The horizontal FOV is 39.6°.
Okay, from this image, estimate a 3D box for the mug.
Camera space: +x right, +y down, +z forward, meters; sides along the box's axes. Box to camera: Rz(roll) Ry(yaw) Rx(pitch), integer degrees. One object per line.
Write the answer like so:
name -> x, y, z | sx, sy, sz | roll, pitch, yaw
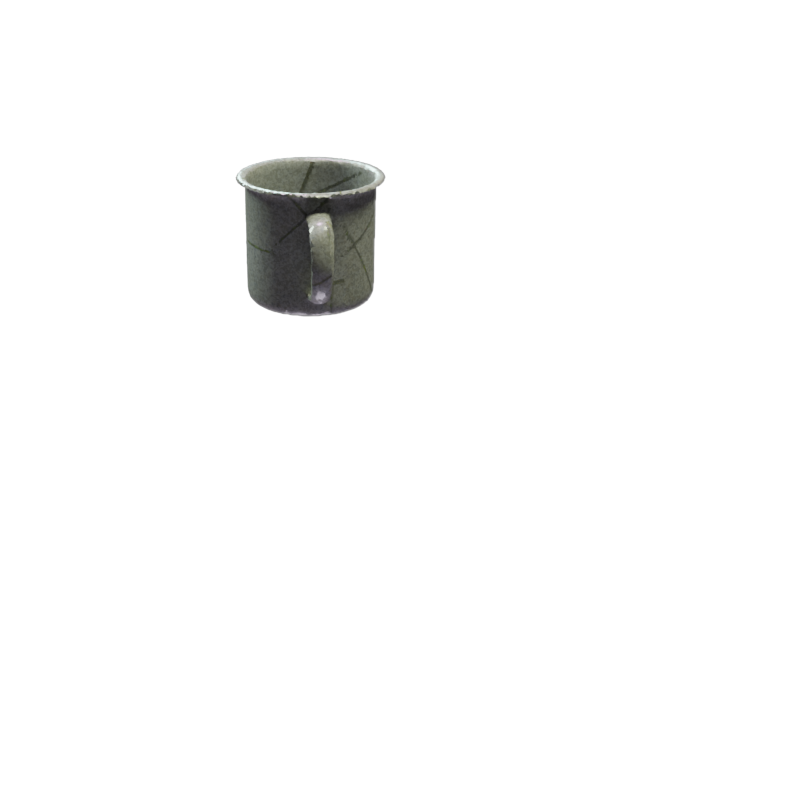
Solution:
mug -> -0.054, -0.099, 0.693 | 0.092, 0.078, 0.124 | -4, 24, -11
